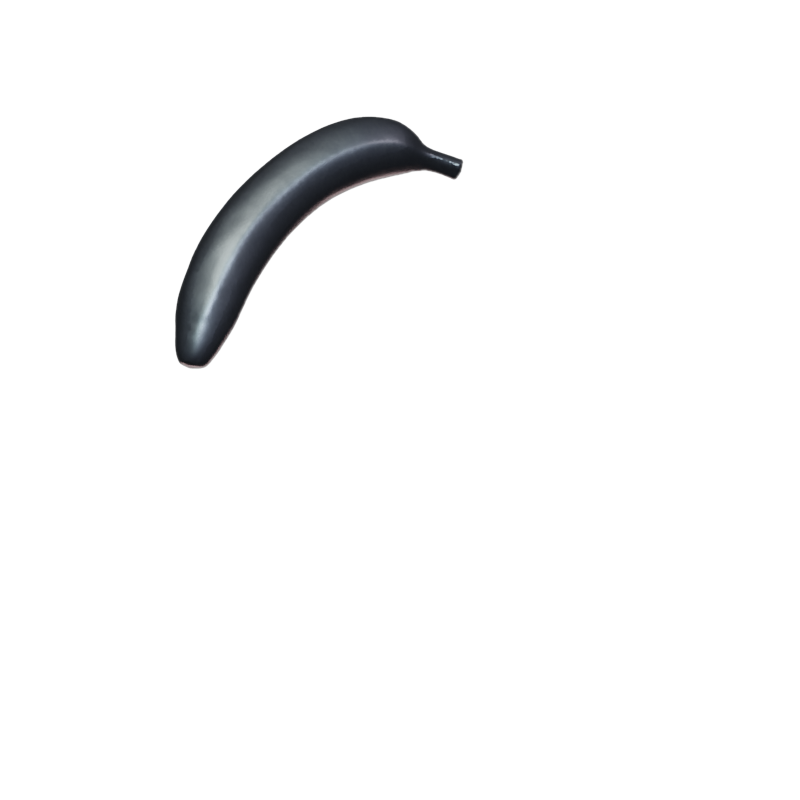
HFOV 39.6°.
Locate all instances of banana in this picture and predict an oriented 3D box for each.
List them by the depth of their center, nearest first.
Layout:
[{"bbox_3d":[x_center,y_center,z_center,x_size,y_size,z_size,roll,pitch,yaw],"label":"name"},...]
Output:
[{"bbox_3d":[-0.056,-0.099,0.595,0.199,0.073,0.035,-40,-21,-20],"label":"banana"}]
